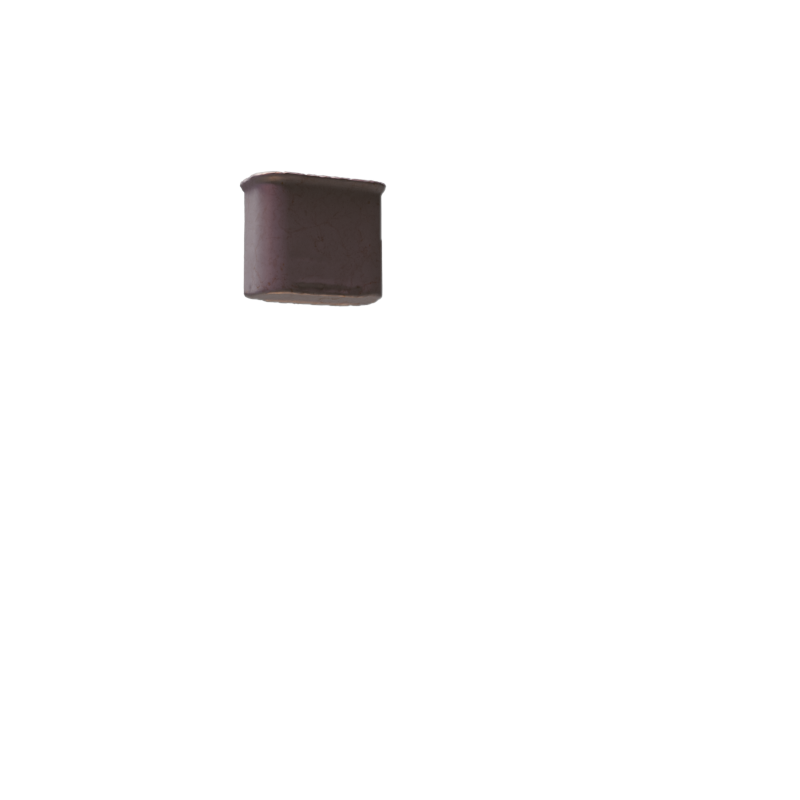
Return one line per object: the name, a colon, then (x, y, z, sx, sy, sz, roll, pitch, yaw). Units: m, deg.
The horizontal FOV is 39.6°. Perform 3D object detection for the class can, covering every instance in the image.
can: (-0.061, -0.112, 0.781, 0.098, 0.086, 0.058, 2, -8, -26)
